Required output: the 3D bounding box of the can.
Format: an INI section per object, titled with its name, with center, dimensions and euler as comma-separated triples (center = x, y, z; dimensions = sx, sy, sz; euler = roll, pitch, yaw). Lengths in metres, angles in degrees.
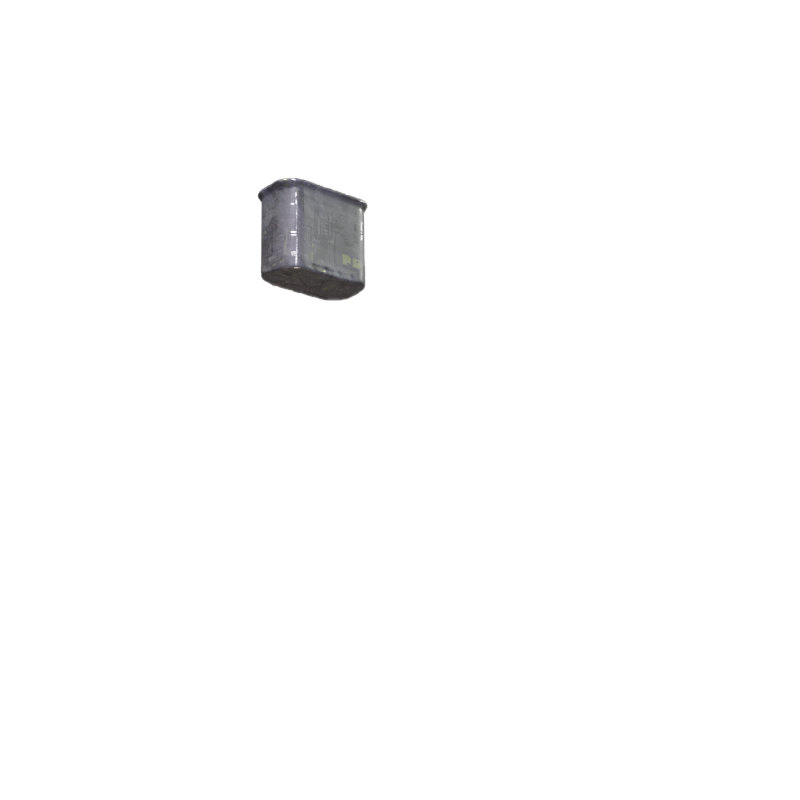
[can]
center = -0.078, -0.142, 0.994
dimensions = 0.096, 0.088, 0.058
euler = 14, -25, -38
